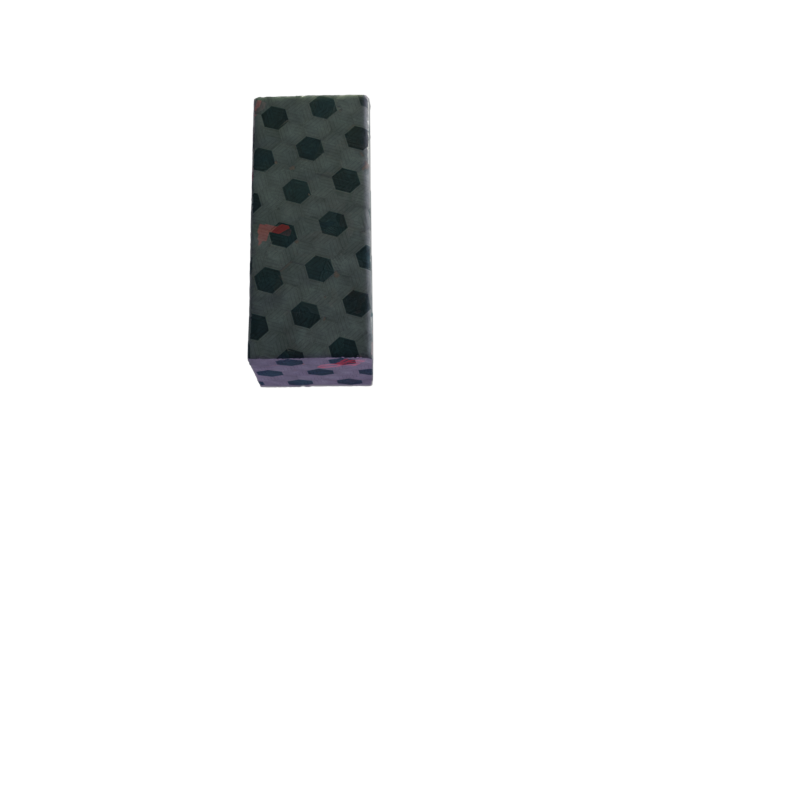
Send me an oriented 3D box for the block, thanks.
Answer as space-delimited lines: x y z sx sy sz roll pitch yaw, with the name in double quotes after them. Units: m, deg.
-0.066 -0.121 0.849 0.090 0.216 0.087 -1 -18 0 "block"
